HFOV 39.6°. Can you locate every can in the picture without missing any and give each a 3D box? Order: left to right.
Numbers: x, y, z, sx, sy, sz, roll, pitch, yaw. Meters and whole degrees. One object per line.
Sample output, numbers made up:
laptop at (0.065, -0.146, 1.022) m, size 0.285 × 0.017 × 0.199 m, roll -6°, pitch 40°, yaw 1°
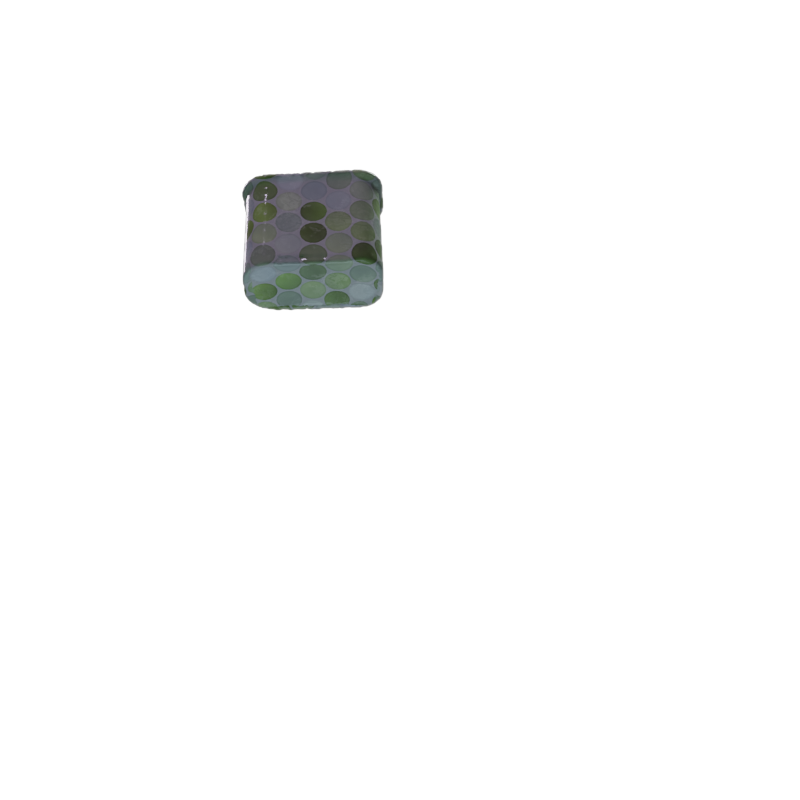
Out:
can at (-0.062, -0.112, 0.785) m, size 0.102 × 0.090 × 0.053 m, roll -3°, pitch -38°, yaw 2°
